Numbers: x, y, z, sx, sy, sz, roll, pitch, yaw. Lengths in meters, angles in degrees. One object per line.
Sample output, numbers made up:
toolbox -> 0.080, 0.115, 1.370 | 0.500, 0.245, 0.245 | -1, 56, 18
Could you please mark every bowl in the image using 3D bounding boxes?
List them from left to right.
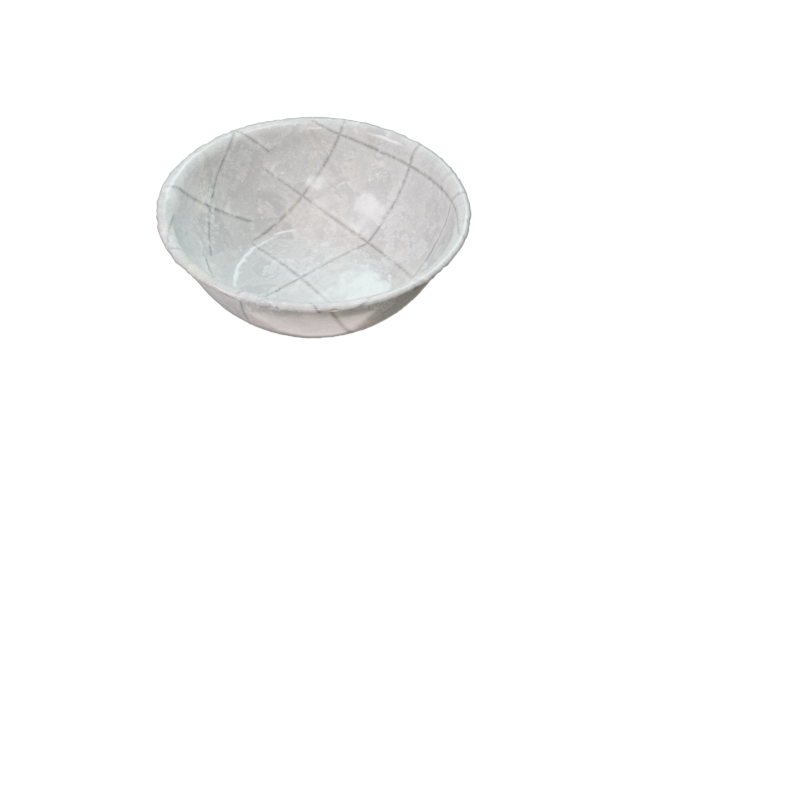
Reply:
bowl -> -0.046, -0.084, 0.586 | 0.162, 0.051, 0.174 | -1, 43, -1
